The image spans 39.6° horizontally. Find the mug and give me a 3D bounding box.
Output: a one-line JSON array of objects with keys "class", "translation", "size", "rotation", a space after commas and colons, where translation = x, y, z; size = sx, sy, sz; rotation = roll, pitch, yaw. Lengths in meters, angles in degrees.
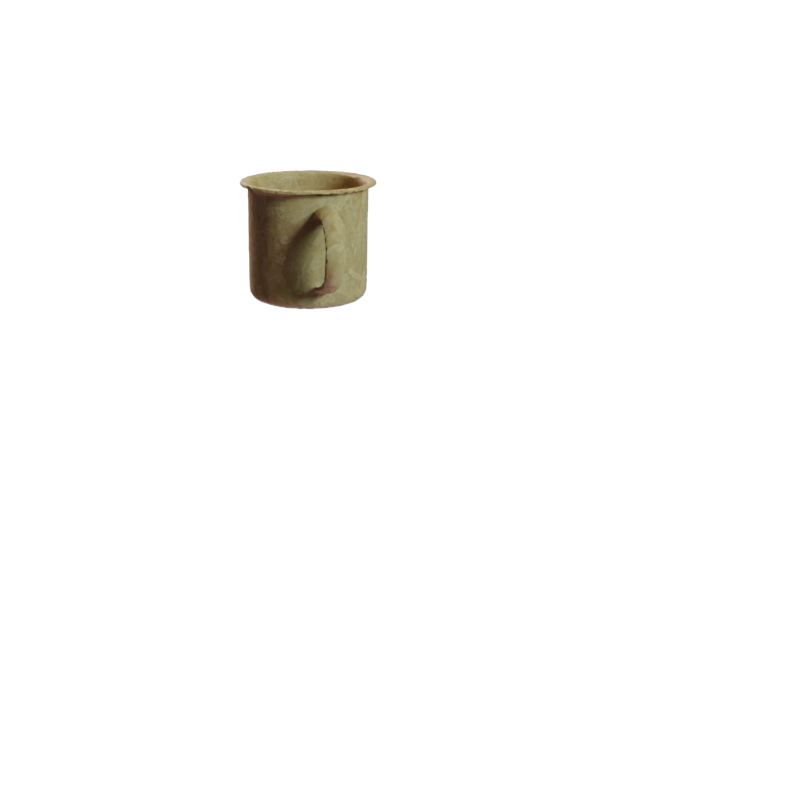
[{"class": "mug", "translation": [-0.059, -0.107, 0.751], "size": [0.091, 0.079, 0.124], "rotation": [-6, 18, -20]}]
